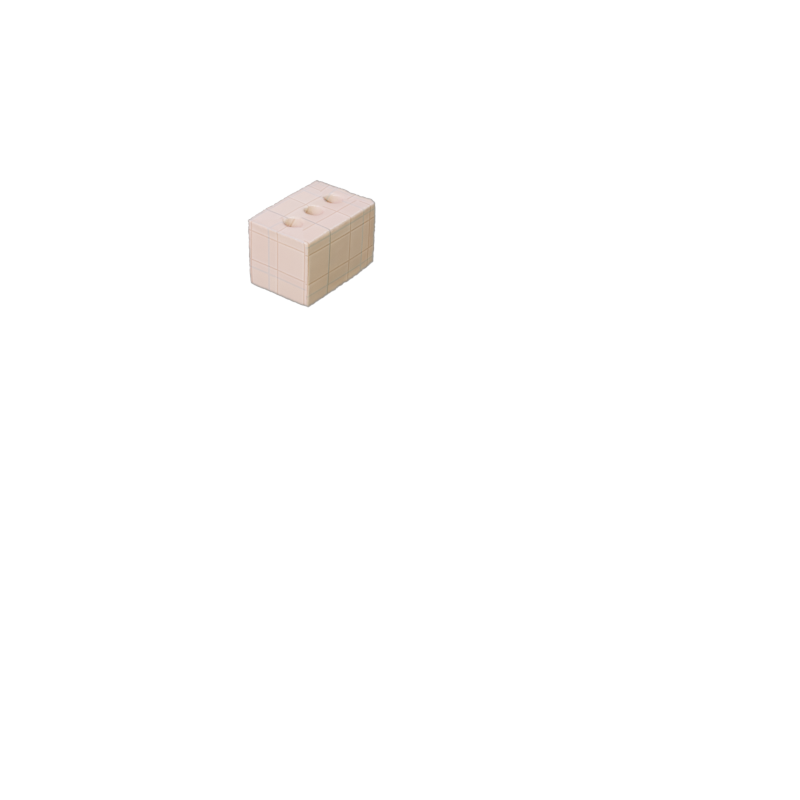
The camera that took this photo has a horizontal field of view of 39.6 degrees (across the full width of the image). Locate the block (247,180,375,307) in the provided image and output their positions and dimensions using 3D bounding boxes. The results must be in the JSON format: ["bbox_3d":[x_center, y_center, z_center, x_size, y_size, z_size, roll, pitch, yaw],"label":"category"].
[{"bbox_3d":[-0.059,-0.108,0.759,0.056,0.048,0.079,22,40,28],"label":"block"}]
